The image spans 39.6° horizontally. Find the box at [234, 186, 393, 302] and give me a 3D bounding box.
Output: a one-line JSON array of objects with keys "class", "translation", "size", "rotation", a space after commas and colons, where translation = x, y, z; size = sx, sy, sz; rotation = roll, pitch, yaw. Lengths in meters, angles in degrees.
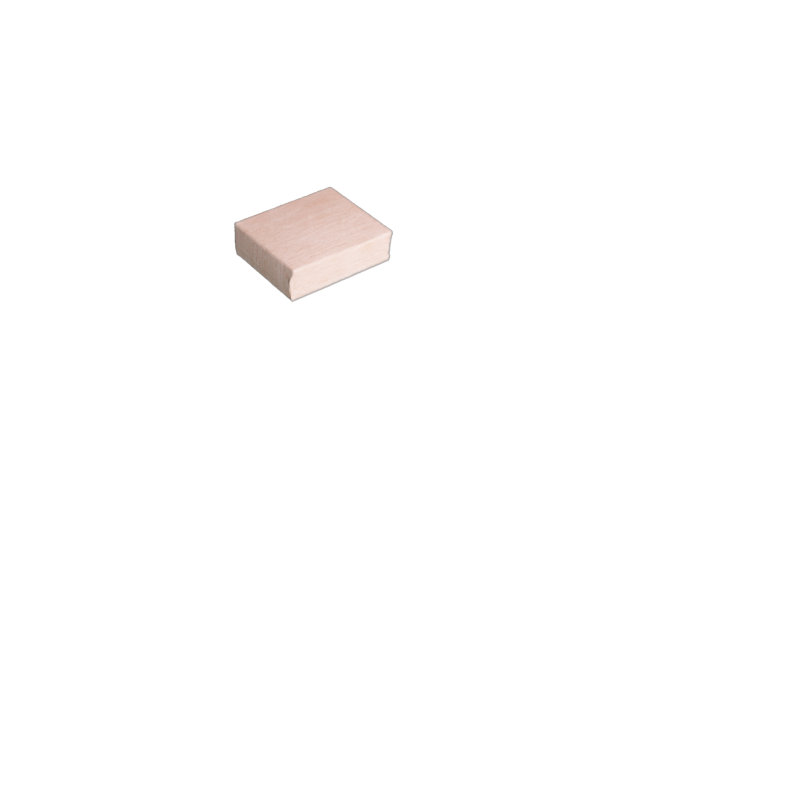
[{"class": "box", "translation": [-0.077, -0.141, 0.985], "size": [0.113, 0.036, 0.096], "rotation": [-28, 48, -29]}]
